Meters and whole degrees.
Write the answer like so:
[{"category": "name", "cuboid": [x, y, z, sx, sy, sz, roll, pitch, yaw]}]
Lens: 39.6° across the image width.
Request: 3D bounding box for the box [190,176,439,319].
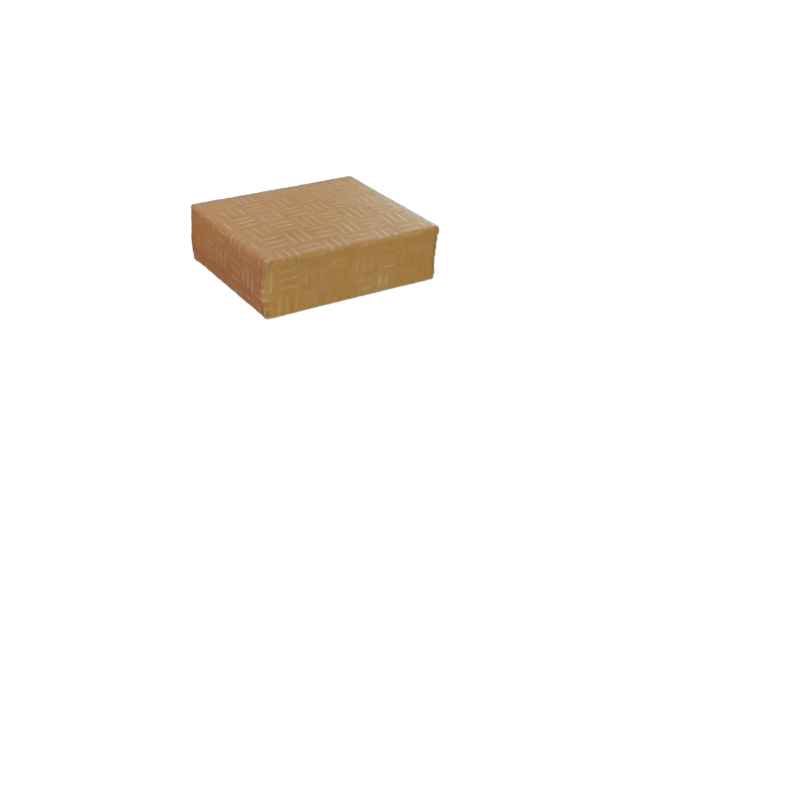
[{"category": "box", "cuboid": [-0.049, -0.089, 0.626, 0.112, 0.037, 0.096, -18, 34, -29]}]
